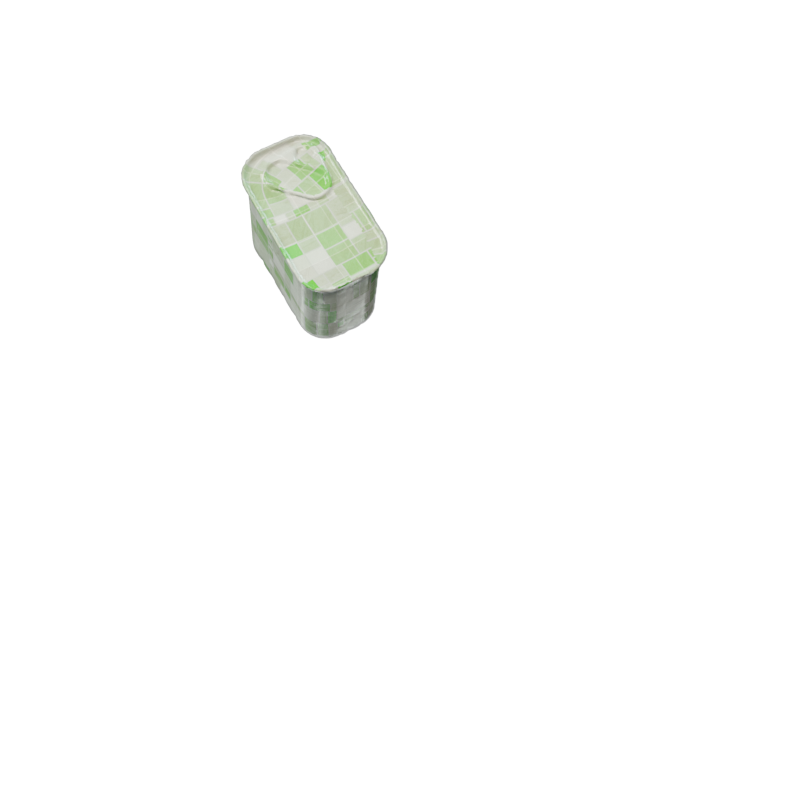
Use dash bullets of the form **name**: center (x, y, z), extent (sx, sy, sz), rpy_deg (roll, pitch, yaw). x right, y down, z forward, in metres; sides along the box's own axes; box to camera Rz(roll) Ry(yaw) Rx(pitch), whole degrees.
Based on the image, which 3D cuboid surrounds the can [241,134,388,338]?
- **can**: center (-0.053, -0.097, 0.677), extent (0.057, 0.108, 0.079), rpy_deg (-26, -20, -13)
